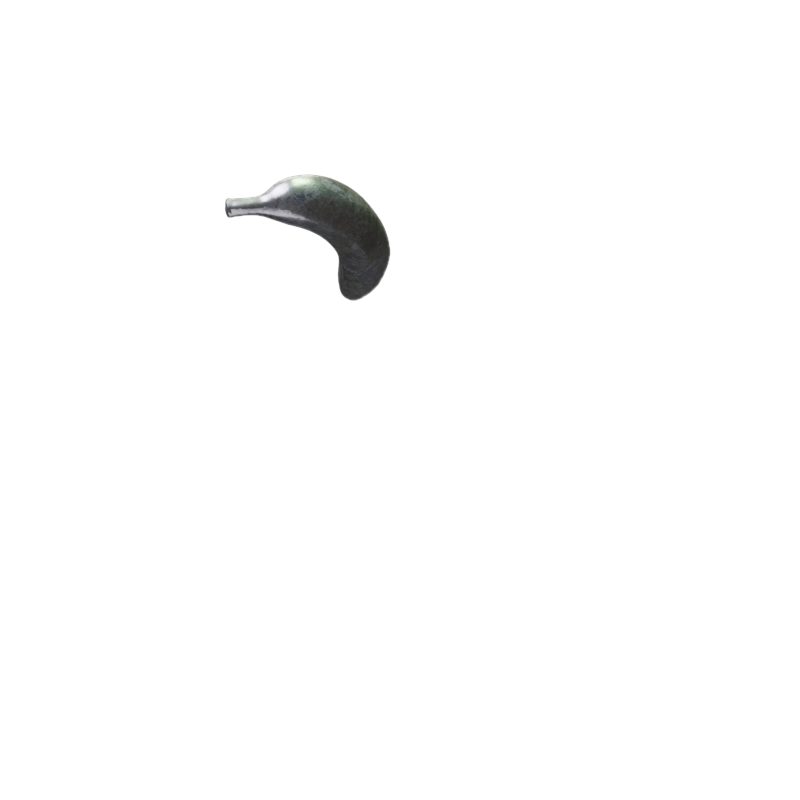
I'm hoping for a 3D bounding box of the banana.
[{"bbox_3d":[-0.044,-0.113,0.759,0.071,0.038,0.185,-7,-17,22],"label":"banana"}]
